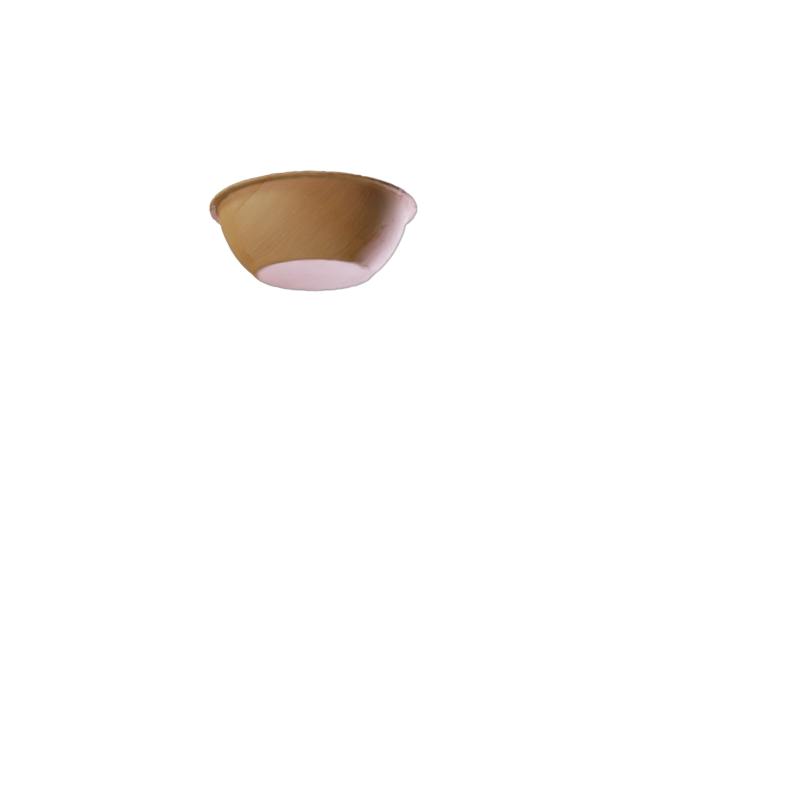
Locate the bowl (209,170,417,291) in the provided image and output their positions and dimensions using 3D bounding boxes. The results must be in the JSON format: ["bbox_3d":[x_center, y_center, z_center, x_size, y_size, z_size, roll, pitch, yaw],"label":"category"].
[{"bbox_3d":[-0.067,-0.122,0.855,0.162,0.057,0.157,0,-11,-2],"label":"bowl"}]
